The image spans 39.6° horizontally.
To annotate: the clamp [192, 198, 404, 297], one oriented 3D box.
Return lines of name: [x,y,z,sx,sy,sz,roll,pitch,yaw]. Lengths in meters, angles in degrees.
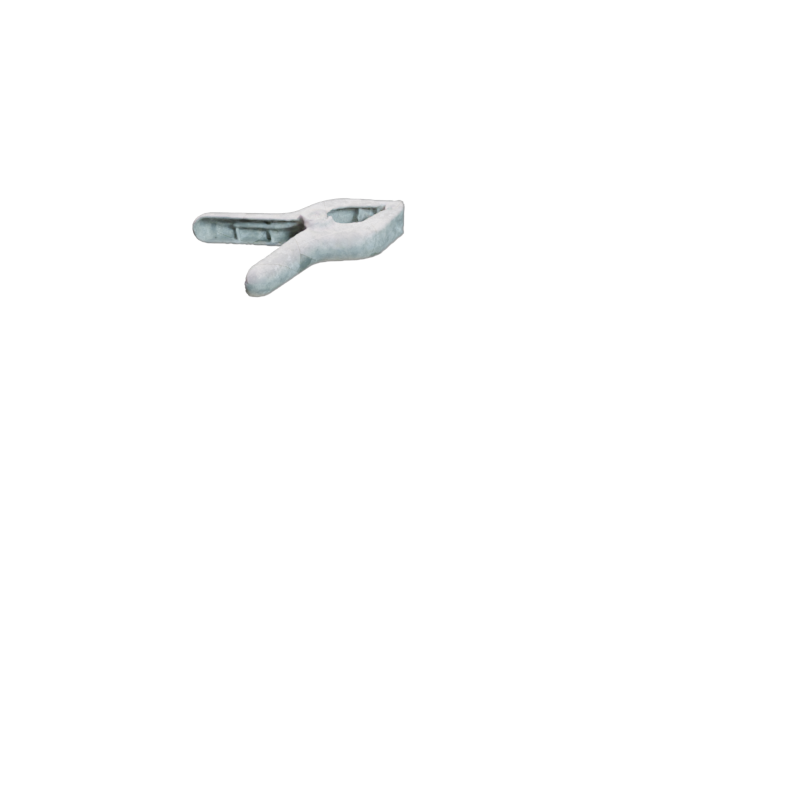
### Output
clamp: [-0.068,-0.124,0.870,0.169,0.037,0.130,-12,40,-15]
